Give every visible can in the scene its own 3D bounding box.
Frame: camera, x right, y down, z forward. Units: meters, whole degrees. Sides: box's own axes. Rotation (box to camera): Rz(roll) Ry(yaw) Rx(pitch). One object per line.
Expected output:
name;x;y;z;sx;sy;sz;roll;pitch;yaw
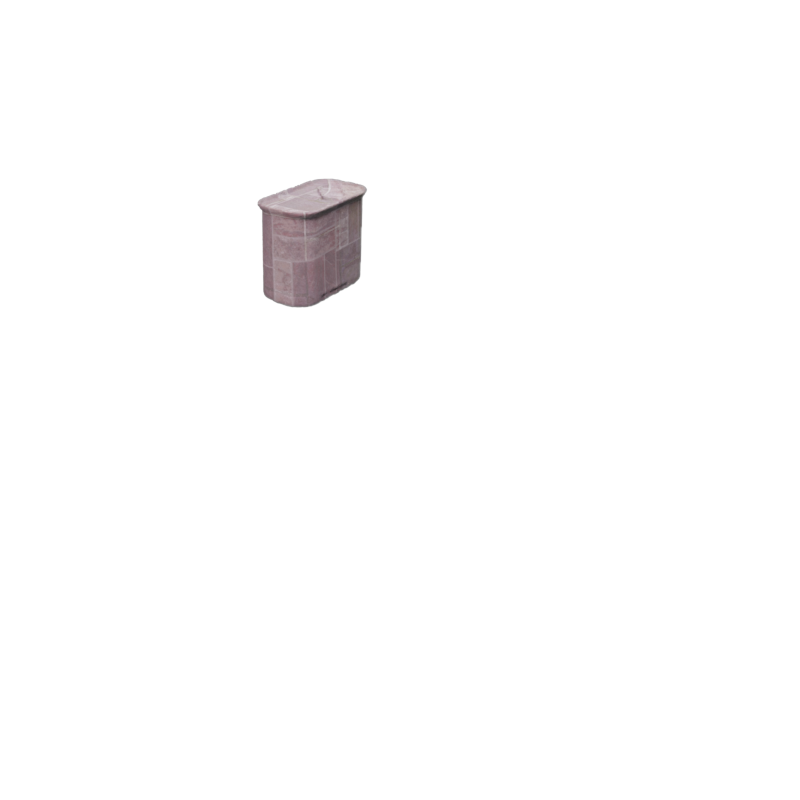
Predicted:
can;-0.073;-0.134;0.937;0.060;0.080;0.102;14;27;30
